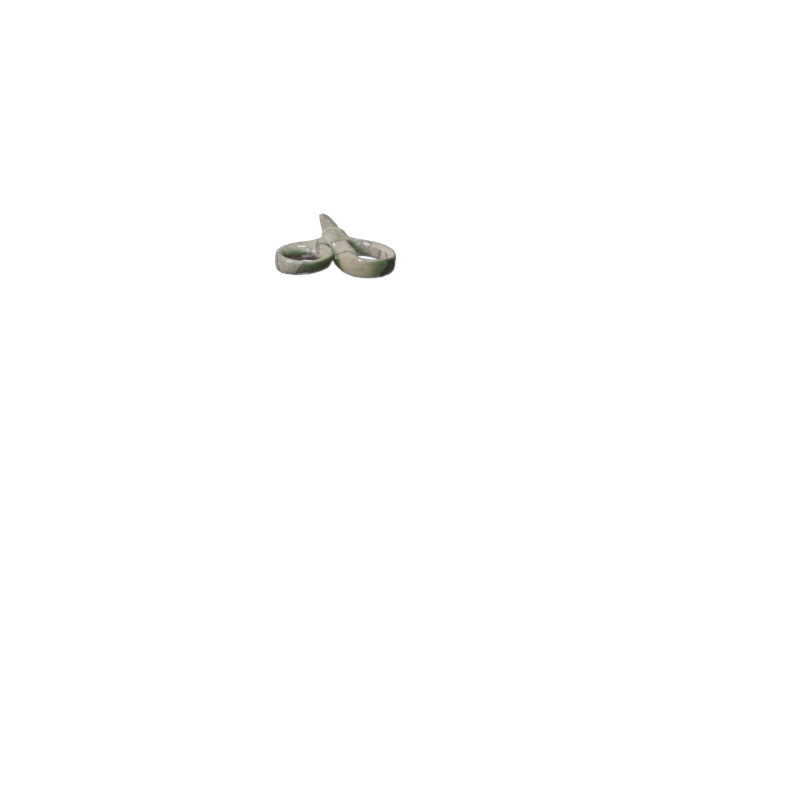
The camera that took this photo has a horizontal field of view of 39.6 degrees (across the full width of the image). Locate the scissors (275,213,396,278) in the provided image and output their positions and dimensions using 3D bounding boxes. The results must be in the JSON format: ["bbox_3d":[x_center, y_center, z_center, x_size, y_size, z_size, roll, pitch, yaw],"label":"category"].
[{"bbox_3d":[-0.068,-0.124,0.866,0.094,0.015,0.213,-8,21,-21],"label":"scissors"}]
